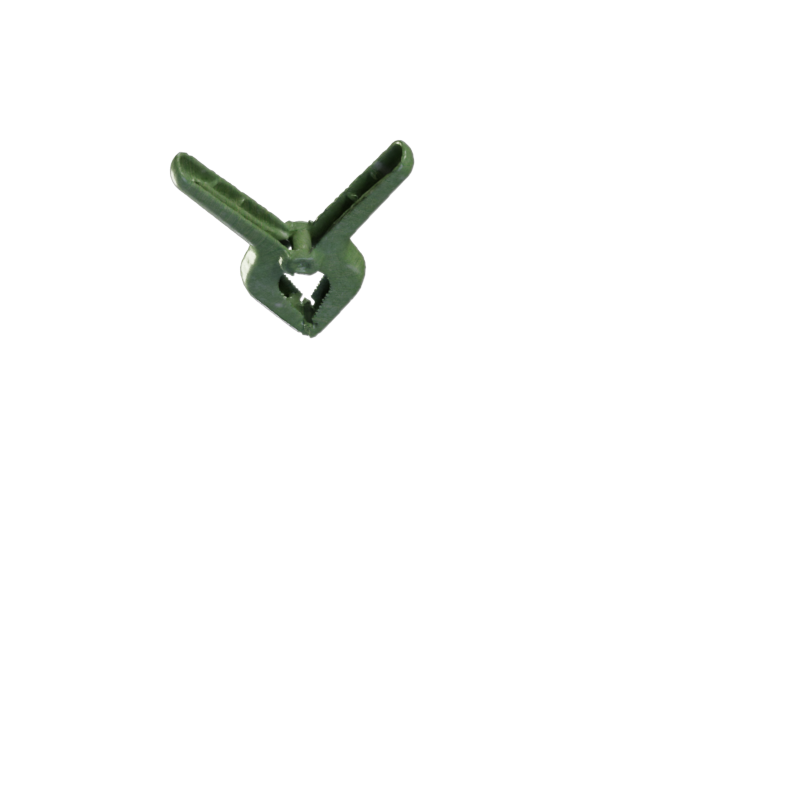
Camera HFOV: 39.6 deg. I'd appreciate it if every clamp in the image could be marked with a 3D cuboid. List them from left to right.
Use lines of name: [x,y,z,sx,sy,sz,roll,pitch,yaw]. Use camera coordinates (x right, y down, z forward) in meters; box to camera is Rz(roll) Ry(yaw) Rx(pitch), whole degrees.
clamp: [-0.064,-0.116,0.815,0.166,0.039,0.194,-5,-34,7]
